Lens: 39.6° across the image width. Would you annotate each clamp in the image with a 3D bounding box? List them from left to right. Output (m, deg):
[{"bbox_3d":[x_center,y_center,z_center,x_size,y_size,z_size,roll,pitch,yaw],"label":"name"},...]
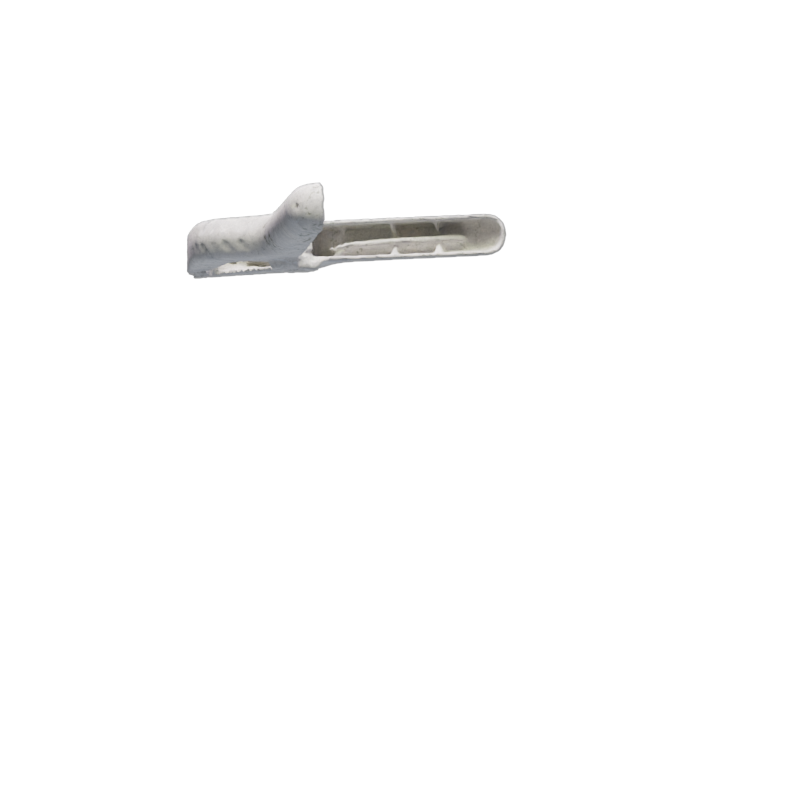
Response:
[{"bbox_3d":[-0.053,-0.097,0.680,0.157,0.037,0.216,1,-2,-40],"label":"clamp"}]
